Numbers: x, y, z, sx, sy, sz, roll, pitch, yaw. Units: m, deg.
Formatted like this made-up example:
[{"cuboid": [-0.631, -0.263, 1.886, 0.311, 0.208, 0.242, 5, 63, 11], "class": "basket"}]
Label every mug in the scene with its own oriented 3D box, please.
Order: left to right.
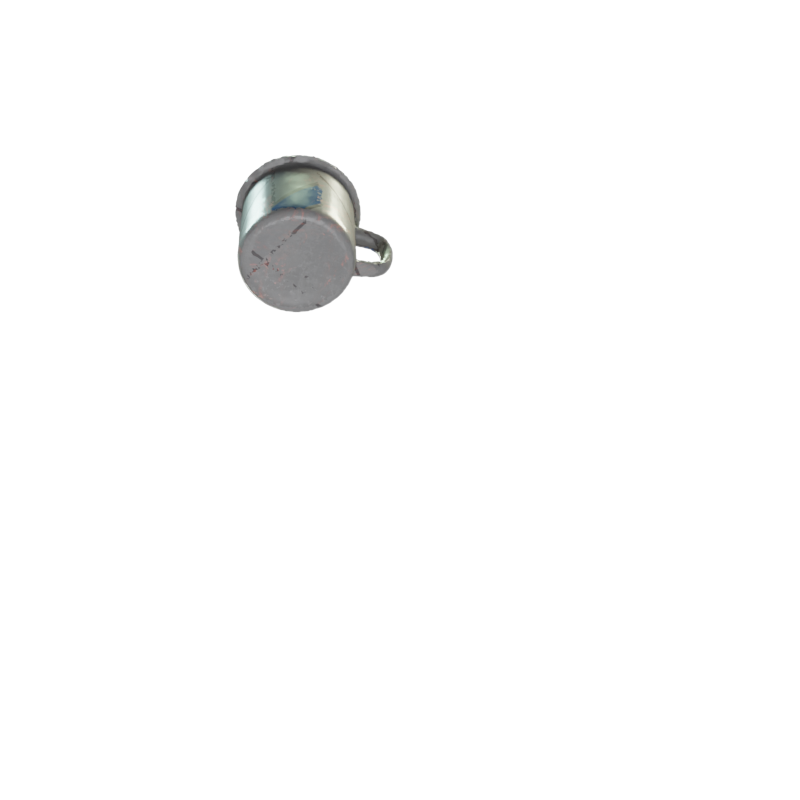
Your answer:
[{"cuboid": [-0.062, -0.113, 0.789, 0.115, 0.089, 0.087, 16, 30, -11], "class": "mug"}]
